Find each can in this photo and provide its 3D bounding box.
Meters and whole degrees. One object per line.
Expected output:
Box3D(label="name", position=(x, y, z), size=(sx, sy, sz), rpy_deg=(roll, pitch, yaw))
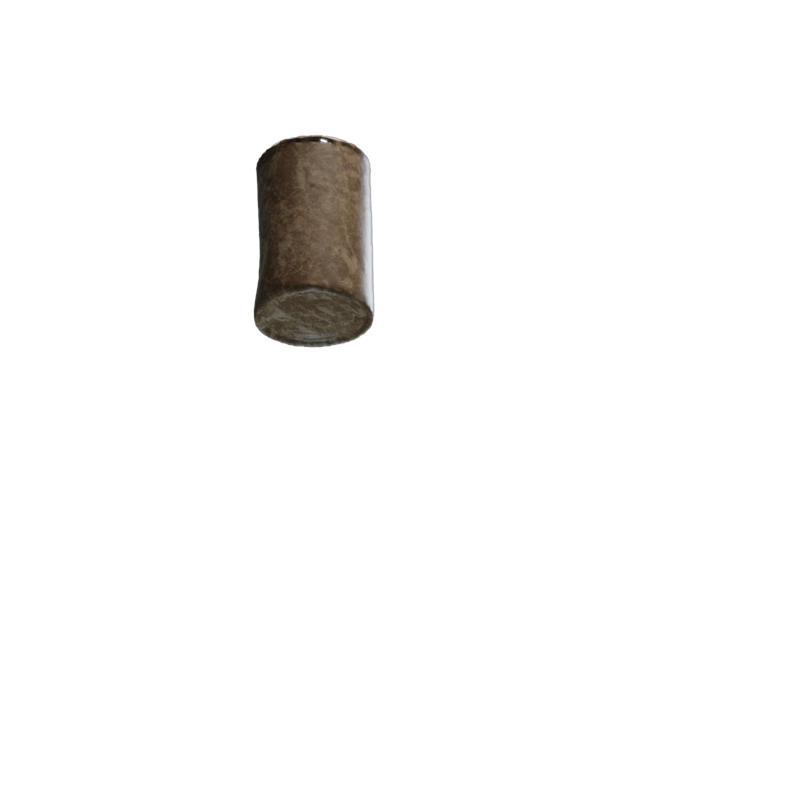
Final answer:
Box3D(label="can", position=(-0.049, -0.090, 0.628), size=(0.068, 0.109, 0.064), rpy_deg=(0, -29, -2))
